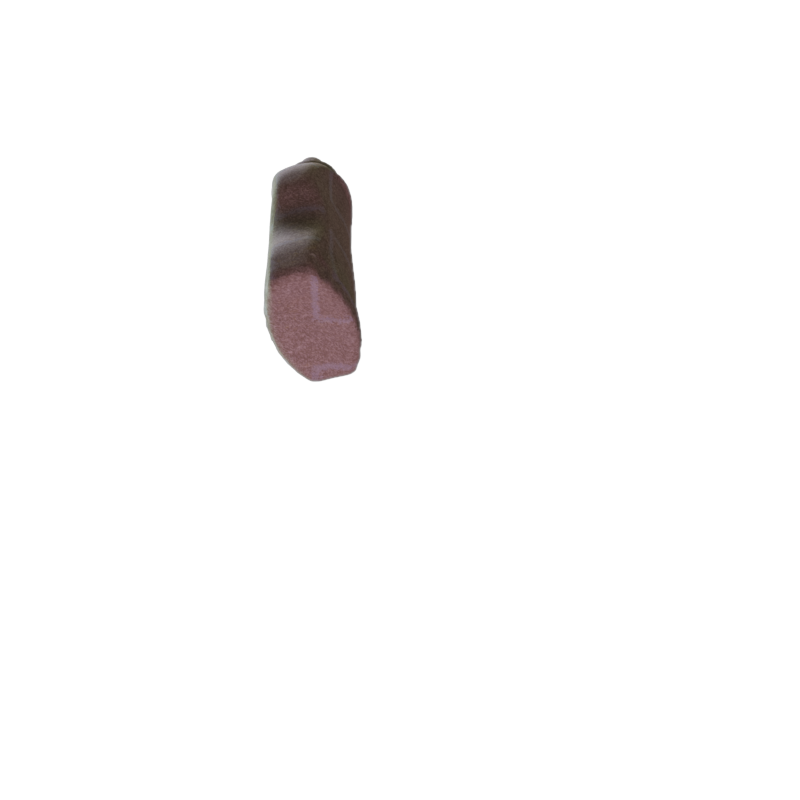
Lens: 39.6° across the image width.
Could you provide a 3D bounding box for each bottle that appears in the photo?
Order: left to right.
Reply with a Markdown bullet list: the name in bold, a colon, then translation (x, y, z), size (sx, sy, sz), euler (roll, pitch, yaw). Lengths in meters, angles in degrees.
- **bottle**: translation (-0.062, -0.112, 0.782), size (0.059, 0.089, 0.206), euler (-16, 42, 10)
